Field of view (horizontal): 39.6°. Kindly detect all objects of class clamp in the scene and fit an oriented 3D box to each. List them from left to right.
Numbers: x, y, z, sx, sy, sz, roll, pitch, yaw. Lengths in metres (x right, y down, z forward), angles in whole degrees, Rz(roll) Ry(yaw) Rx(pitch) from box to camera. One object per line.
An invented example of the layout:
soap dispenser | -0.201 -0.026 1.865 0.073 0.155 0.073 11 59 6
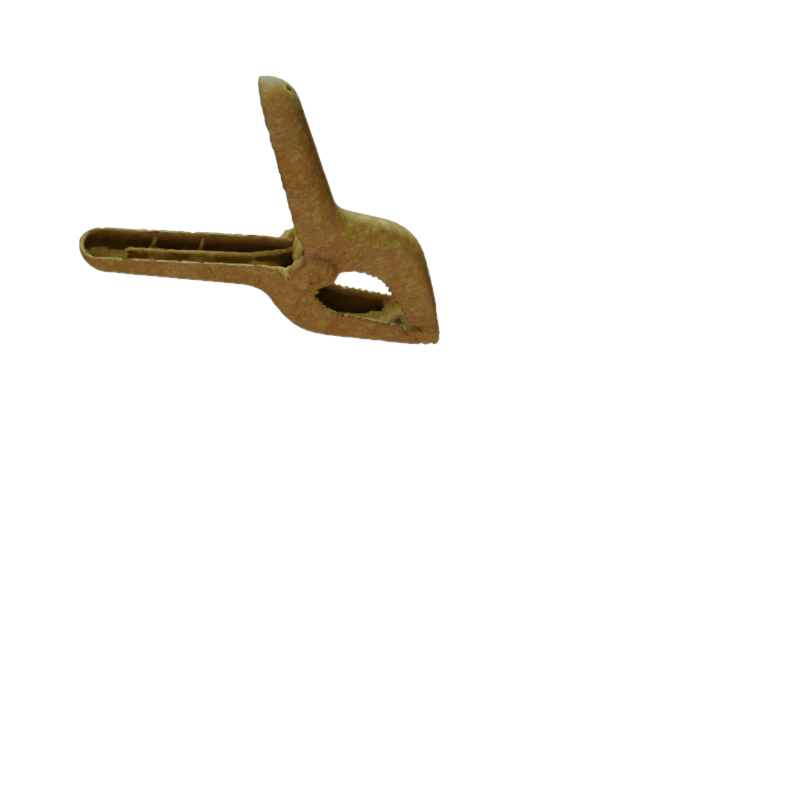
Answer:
clamp | -0.048 -0.087 0.610 0.199 0.039 0.162 23 -42 -29
